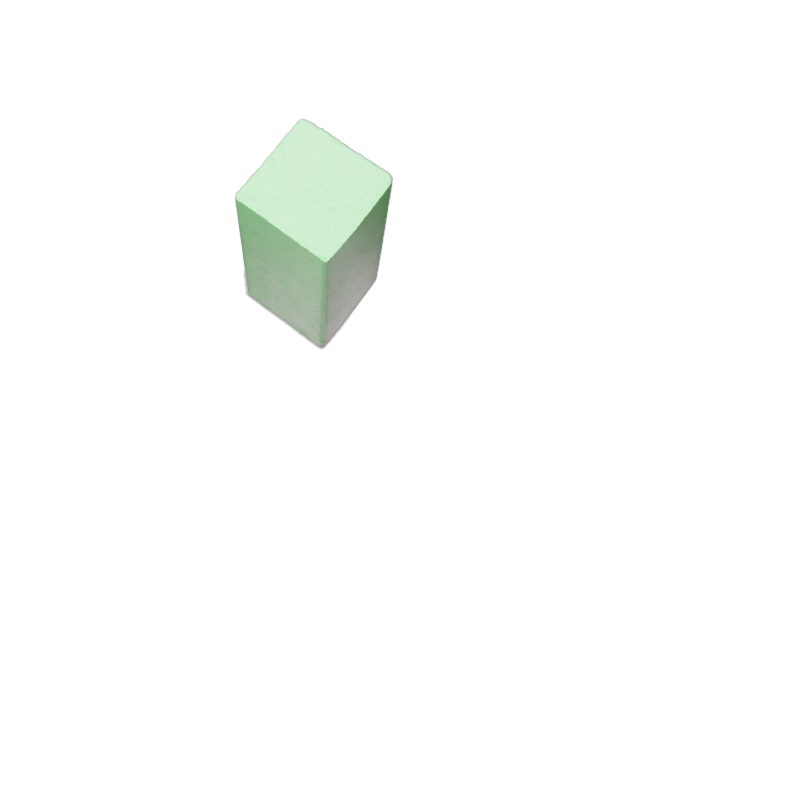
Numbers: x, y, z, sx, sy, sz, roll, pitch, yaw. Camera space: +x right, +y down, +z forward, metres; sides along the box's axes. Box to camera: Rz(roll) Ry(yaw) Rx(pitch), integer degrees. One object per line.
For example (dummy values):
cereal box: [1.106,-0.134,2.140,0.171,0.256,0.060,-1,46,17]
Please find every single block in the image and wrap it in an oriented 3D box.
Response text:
block: [-0.072,-0.133,0.927,0.093,0.092,0.197,35,-16,7]
